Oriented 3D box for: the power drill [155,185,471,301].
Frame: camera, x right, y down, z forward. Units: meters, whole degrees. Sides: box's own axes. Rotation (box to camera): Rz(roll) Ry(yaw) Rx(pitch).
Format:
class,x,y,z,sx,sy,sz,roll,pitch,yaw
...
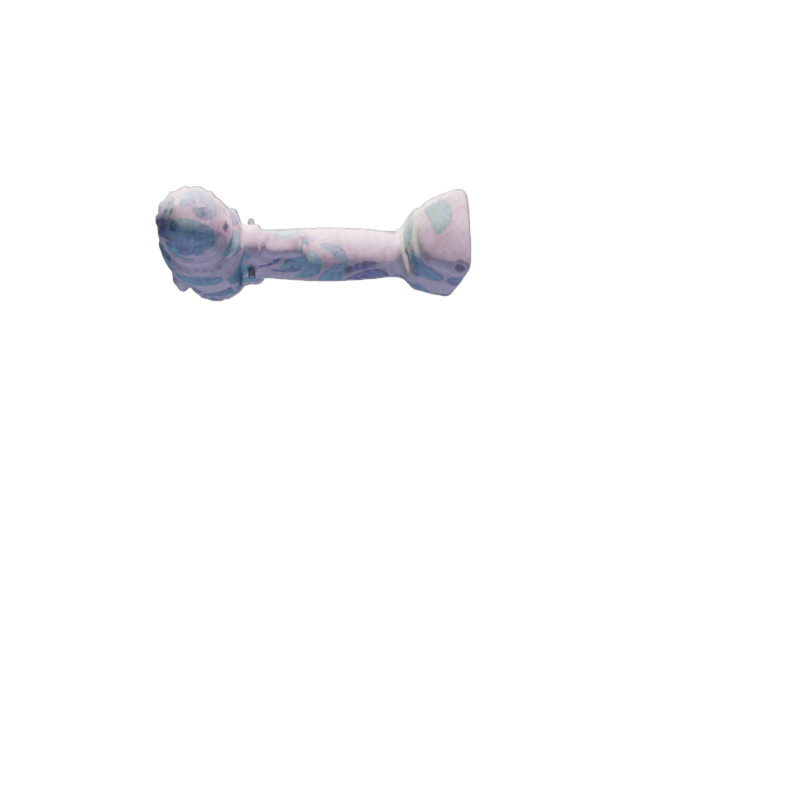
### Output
class,x,y,z,sx,sy,sz,roll,pitch,yaw
power drill,-0.054,-0.098,0.689,0.187,0.058,0.182,0,-2,-2
